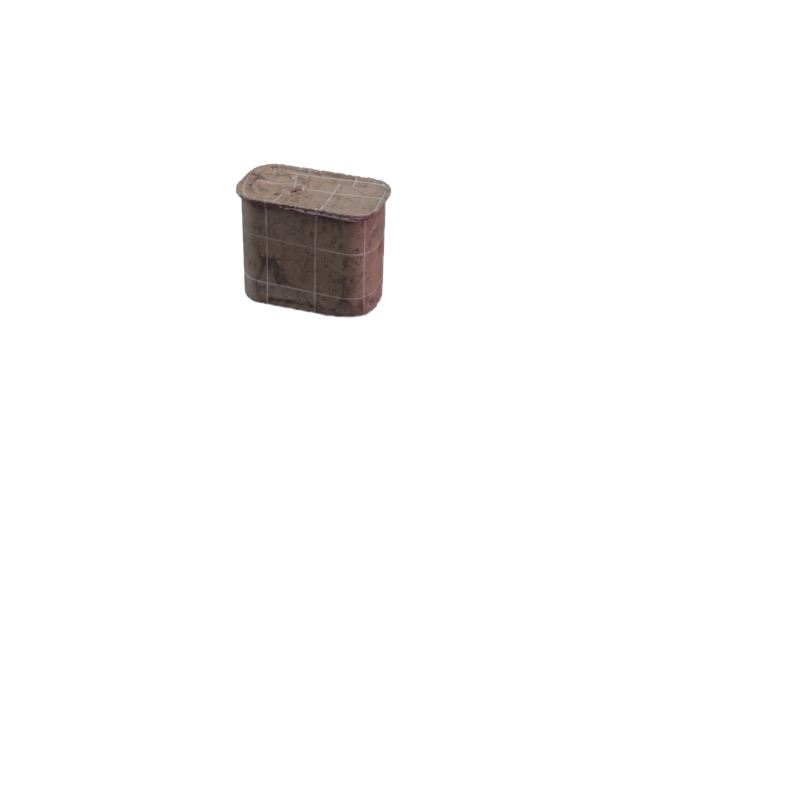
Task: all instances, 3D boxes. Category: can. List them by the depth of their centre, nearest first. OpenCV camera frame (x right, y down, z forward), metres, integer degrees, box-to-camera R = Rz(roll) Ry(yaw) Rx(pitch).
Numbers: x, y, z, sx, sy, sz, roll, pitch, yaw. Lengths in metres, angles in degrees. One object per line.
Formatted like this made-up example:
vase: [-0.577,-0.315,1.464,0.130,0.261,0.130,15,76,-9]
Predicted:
can: [-0.060,-0.109,0.763,0.105,0.079,0.059,12,34,16]
